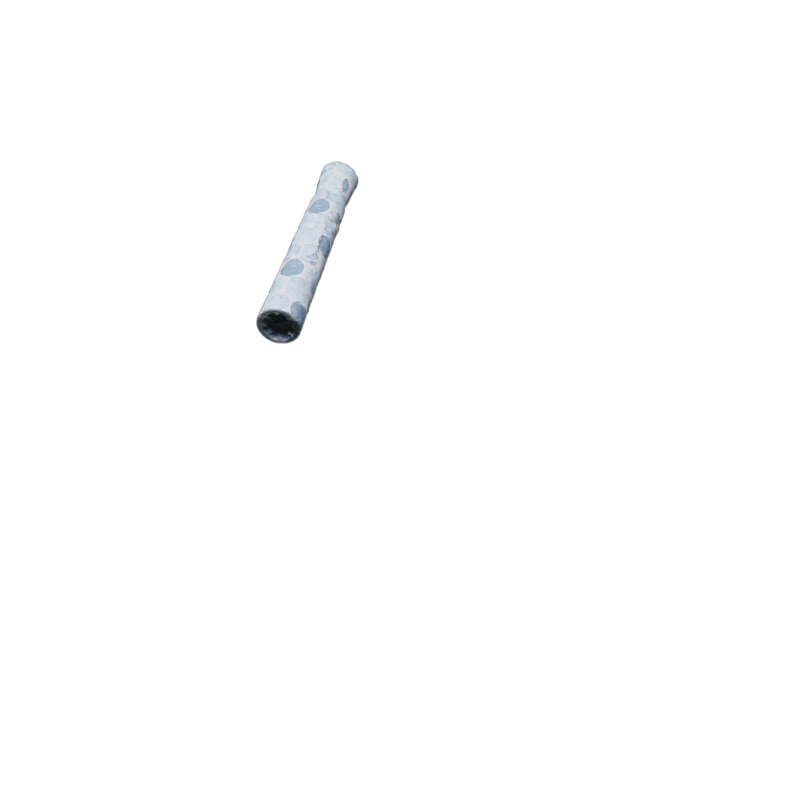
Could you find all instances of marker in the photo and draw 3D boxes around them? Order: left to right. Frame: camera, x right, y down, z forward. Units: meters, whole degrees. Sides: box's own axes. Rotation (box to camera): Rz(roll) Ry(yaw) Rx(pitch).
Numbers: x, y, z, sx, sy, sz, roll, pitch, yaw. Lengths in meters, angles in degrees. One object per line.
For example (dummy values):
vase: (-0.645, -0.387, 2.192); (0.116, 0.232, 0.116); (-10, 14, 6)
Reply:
marker: (-0.039, -0.070, 0.492); (0.020, 0.018, 0.128); (0, 40, 13)
